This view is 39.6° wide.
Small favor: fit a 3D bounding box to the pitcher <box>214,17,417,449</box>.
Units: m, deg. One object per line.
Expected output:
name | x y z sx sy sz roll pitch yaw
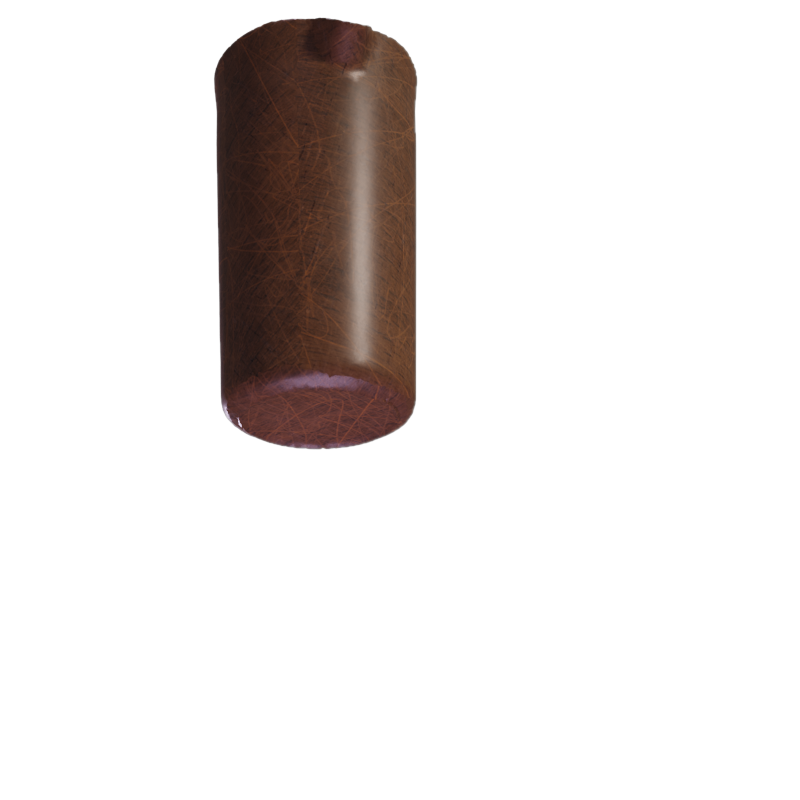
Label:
pitcher | -0.053 -0.097 0.678 0.147 0.258 0.138 -14 -30 22
